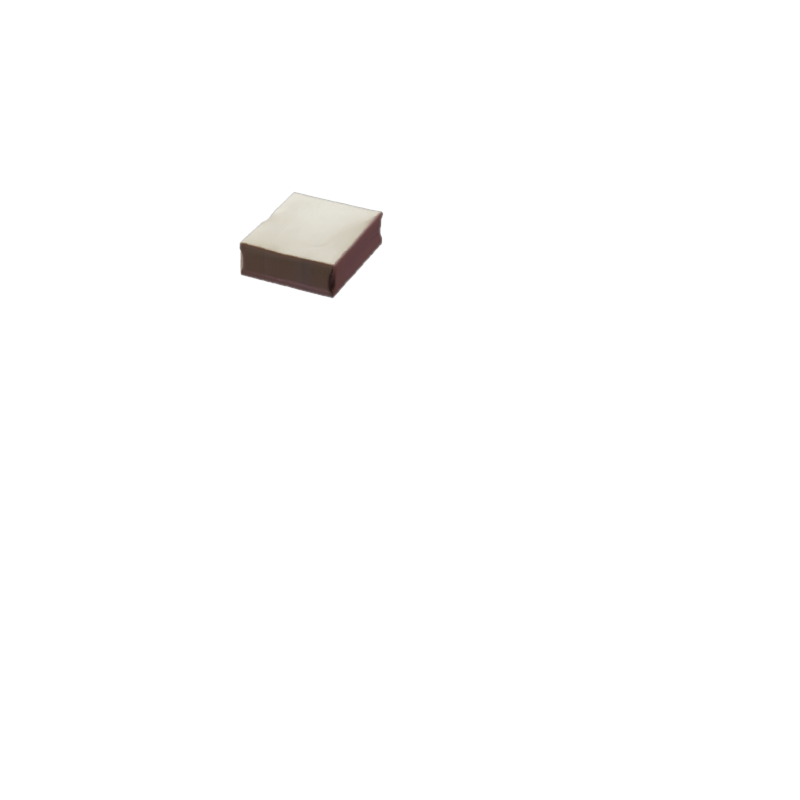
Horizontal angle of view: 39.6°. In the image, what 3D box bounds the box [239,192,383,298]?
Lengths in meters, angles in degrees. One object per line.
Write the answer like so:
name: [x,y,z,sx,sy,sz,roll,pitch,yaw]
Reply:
box: [-0.062,-0.113,0.790,0.076,0.028,0.092,15,38,19]
